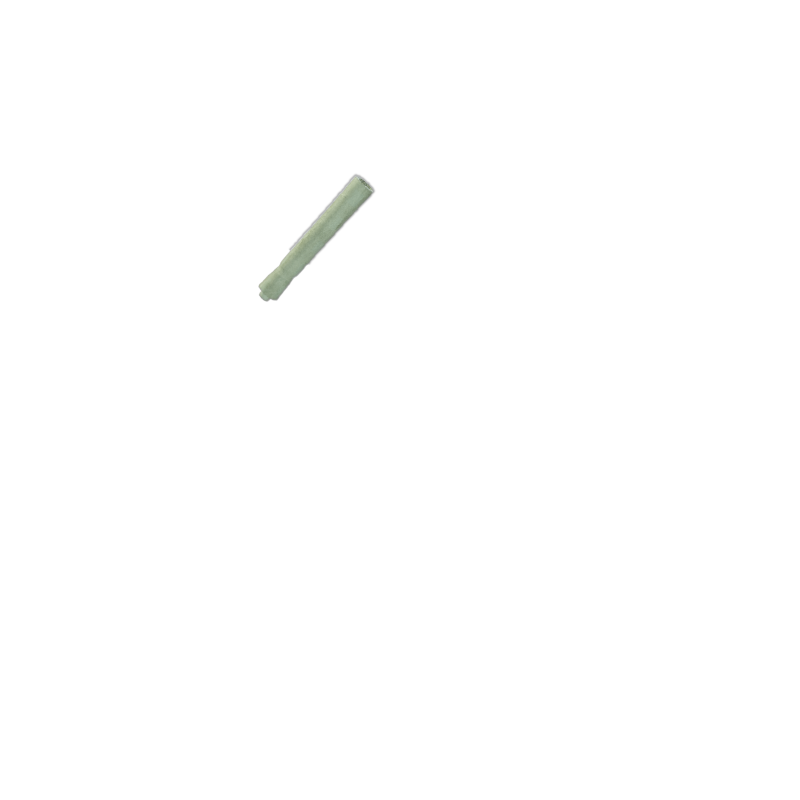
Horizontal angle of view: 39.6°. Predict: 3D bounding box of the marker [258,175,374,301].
[{"bbox_3d":[-0.066,-0.121,0.845,0.019,0.119,0.021,39,16,-17],"label":"marker"}]
